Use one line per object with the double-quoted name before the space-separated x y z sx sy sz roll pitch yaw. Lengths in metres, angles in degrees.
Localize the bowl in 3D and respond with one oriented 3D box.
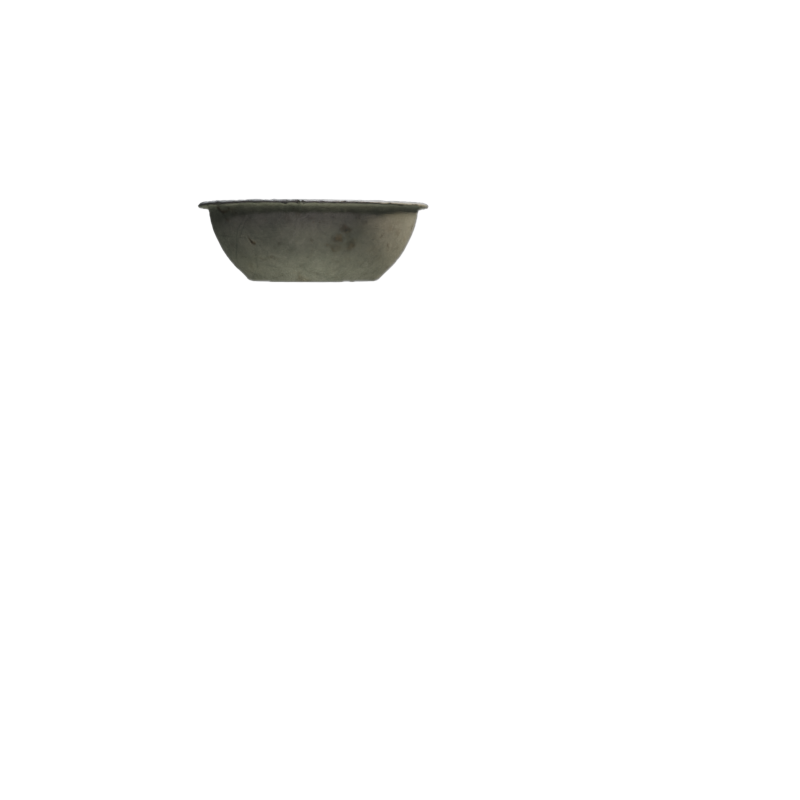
"bowl" -0.061 -0.111 0.779 0.162 0.055 0.164 0 7 -2
